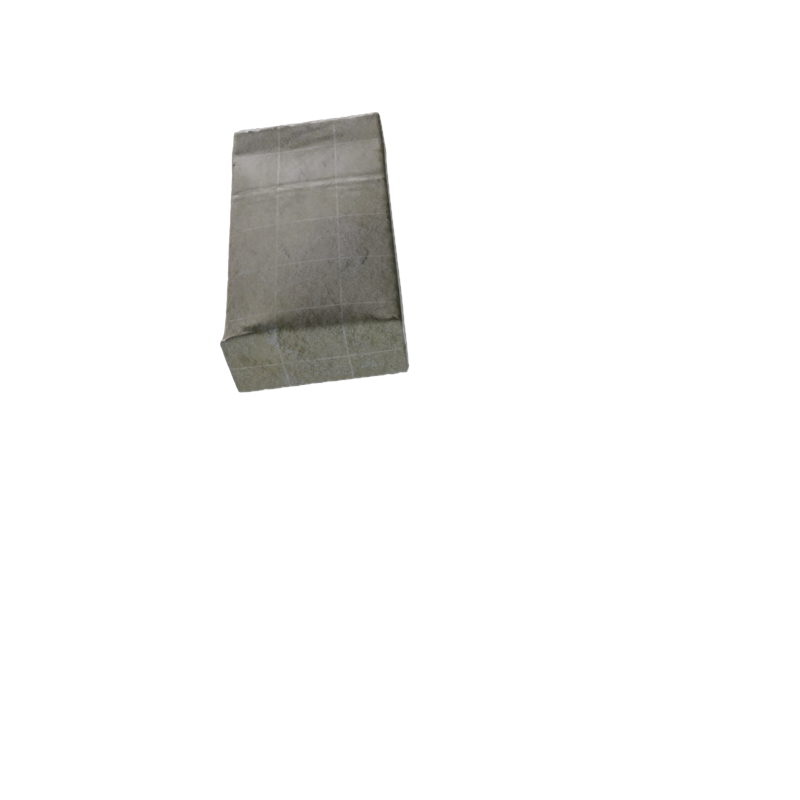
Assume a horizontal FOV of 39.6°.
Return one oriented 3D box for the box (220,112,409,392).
[{"bbox_3d":[-0.049,-0.089,0.623,0.094,0.189,0.044,-7,-45,4],"label":"box"}]
